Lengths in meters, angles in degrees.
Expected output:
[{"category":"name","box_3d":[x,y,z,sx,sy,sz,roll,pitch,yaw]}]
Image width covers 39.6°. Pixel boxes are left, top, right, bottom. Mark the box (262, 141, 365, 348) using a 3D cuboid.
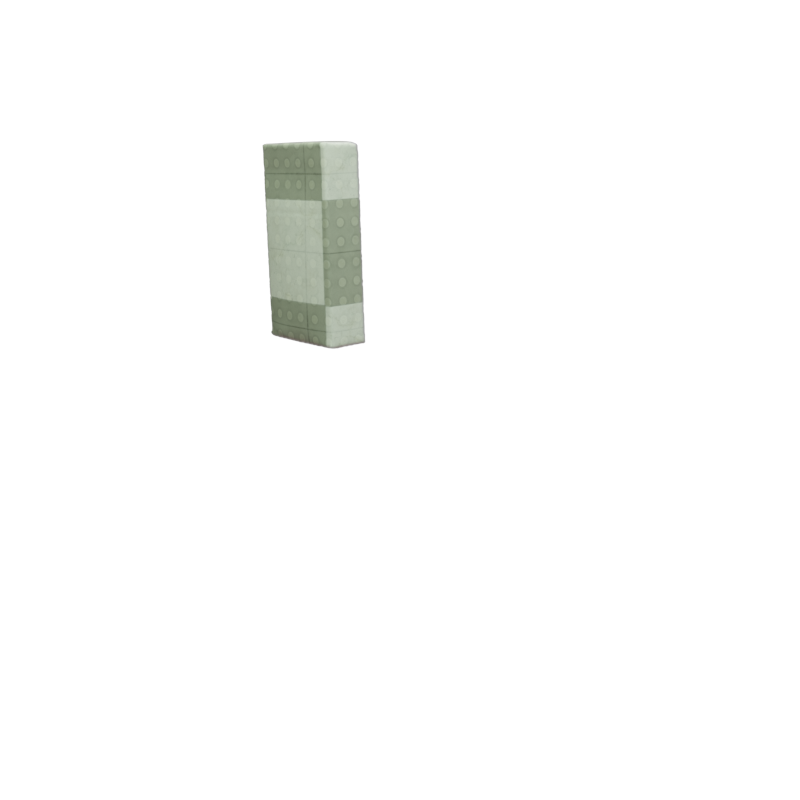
[{"category":"box","box_3d":[-0.076,-0.140,0.978,0.046,0.174,0.098,-4,8,-40]}]
